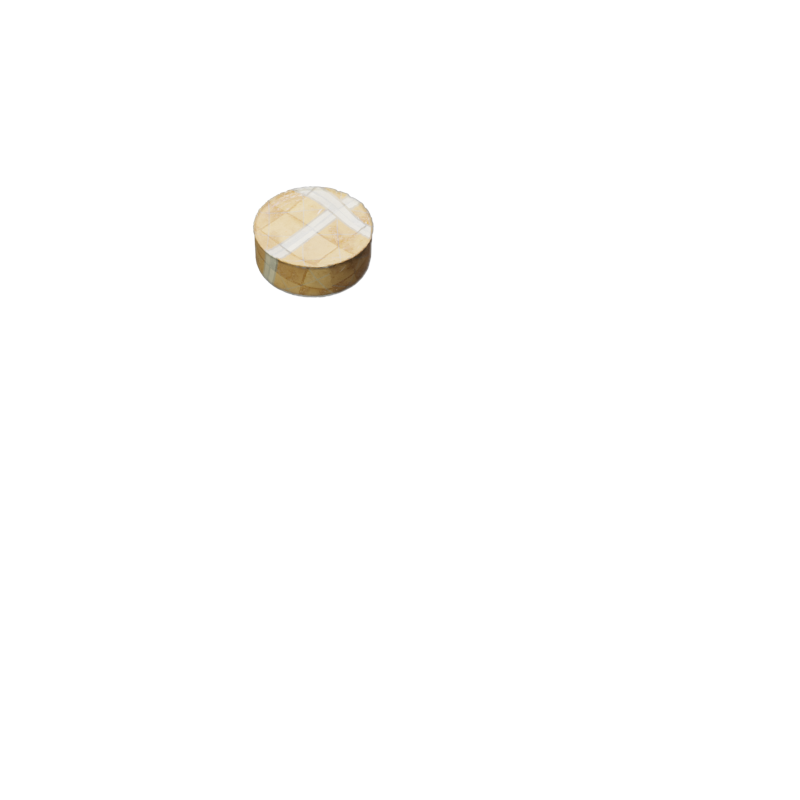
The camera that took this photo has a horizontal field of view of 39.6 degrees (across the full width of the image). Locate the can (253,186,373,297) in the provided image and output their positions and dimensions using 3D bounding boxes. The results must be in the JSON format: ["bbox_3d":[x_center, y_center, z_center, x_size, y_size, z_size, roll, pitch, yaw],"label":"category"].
[{"bbox_3d":[-0.063,-0.114,0.800,0.086,0.092,0.031,-1,-44,-1],"label":"can"}]
